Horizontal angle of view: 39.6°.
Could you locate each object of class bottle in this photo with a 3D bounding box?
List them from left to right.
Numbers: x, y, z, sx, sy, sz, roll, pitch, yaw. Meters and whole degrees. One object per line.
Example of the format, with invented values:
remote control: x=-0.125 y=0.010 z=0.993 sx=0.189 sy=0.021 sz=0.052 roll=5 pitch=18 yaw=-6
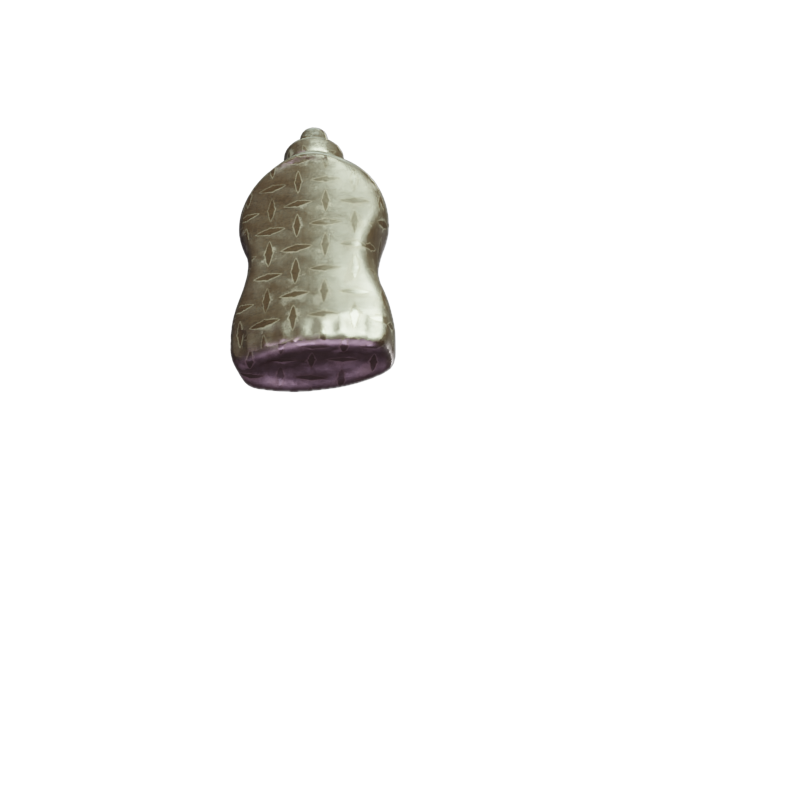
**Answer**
bottle: x=-0.055 y=-0.101 z=0.707 sx=0.097 sy=0.205 sz=0.054 roll=-10 pitch=-36 yaw=10
